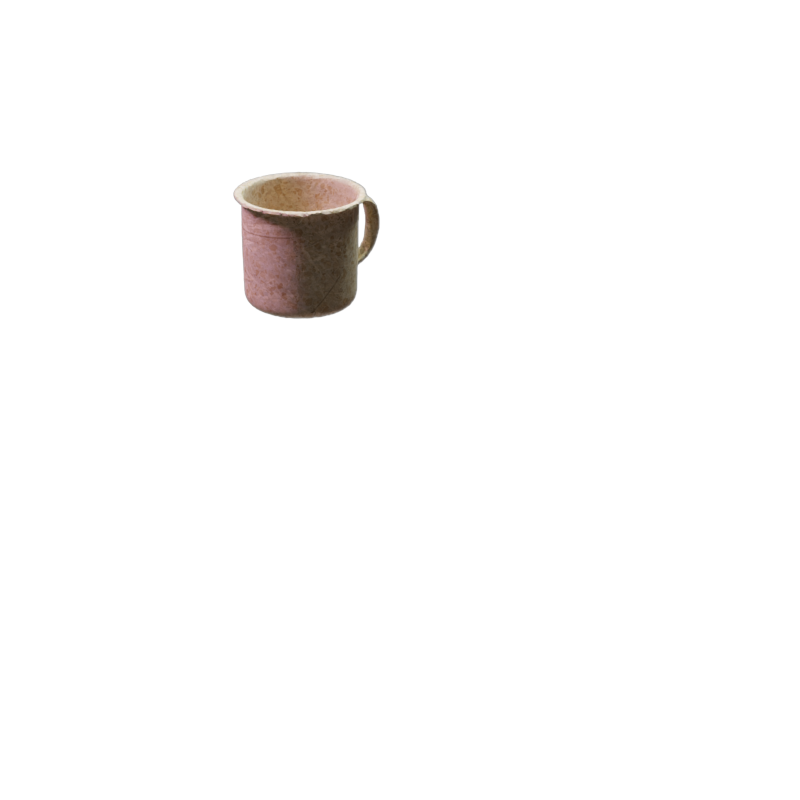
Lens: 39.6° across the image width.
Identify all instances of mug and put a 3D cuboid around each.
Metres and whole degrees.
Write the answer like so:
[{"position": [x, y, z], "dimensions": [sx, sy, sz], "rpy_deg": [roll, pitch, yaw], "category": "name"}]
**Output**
[{"position": [-0.062, -0.113, 0.793], "dimensions": [0.116, 0.077, 0.099], "rpy_deg": [-22, 33, -38], "category": "mug"}]
